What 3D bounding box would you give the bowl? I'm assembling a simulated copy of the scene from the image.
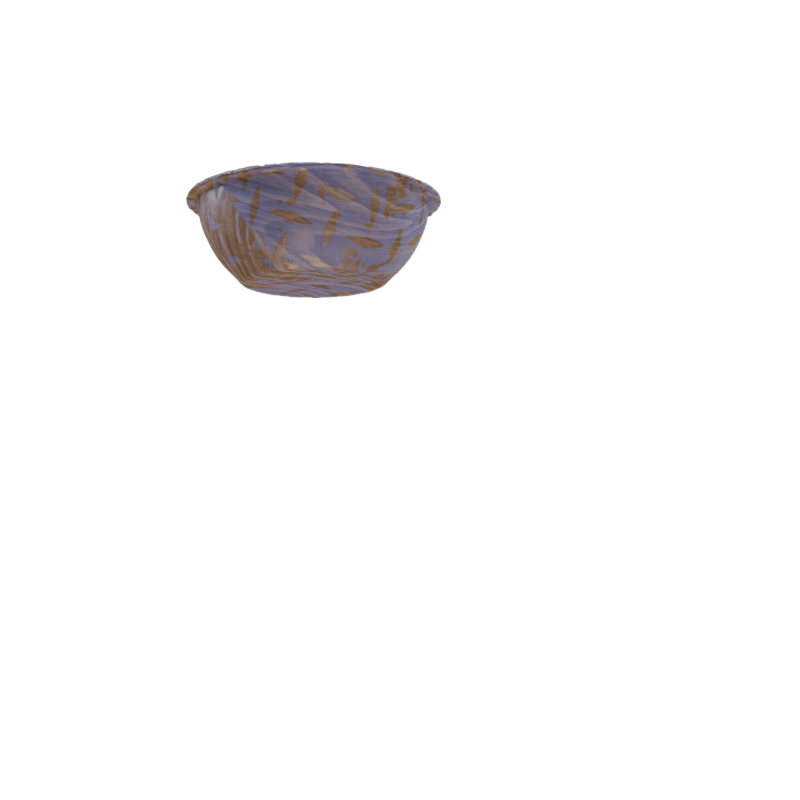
[{"bbox_3d":[-0.055,-0.100,0.699,0.162,0.056,0.158,0,-7,-2],"label":"bowl"}]
